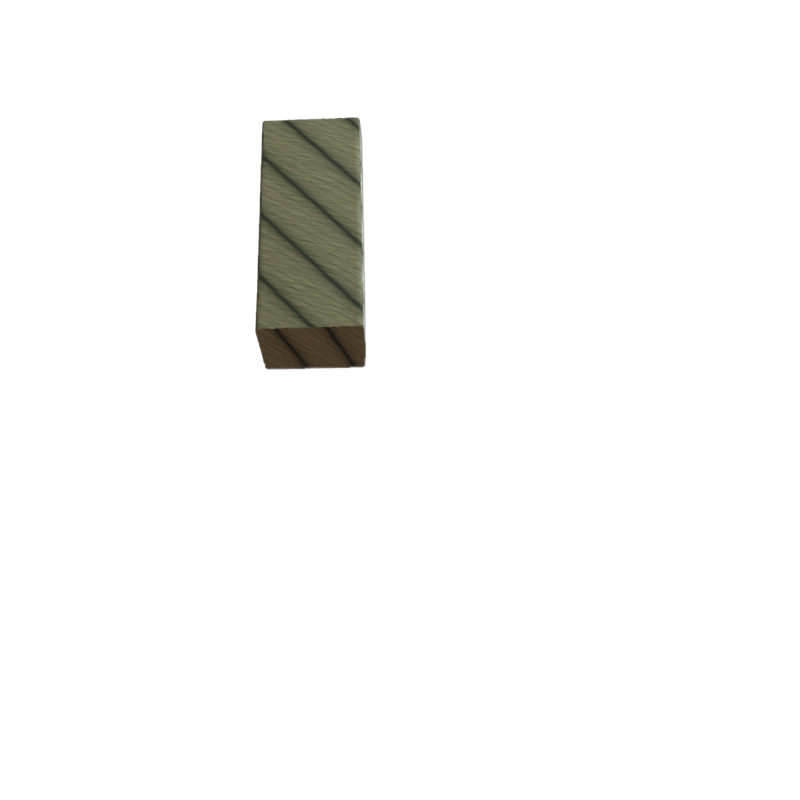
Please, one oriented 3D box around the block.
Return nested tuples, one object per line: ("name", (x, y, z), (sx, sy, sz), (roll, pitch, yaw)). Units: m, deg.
("block", (-0.077, -0.140, 0.982), (0.091, 0.219, 0.085), (-2, -26, 1))
